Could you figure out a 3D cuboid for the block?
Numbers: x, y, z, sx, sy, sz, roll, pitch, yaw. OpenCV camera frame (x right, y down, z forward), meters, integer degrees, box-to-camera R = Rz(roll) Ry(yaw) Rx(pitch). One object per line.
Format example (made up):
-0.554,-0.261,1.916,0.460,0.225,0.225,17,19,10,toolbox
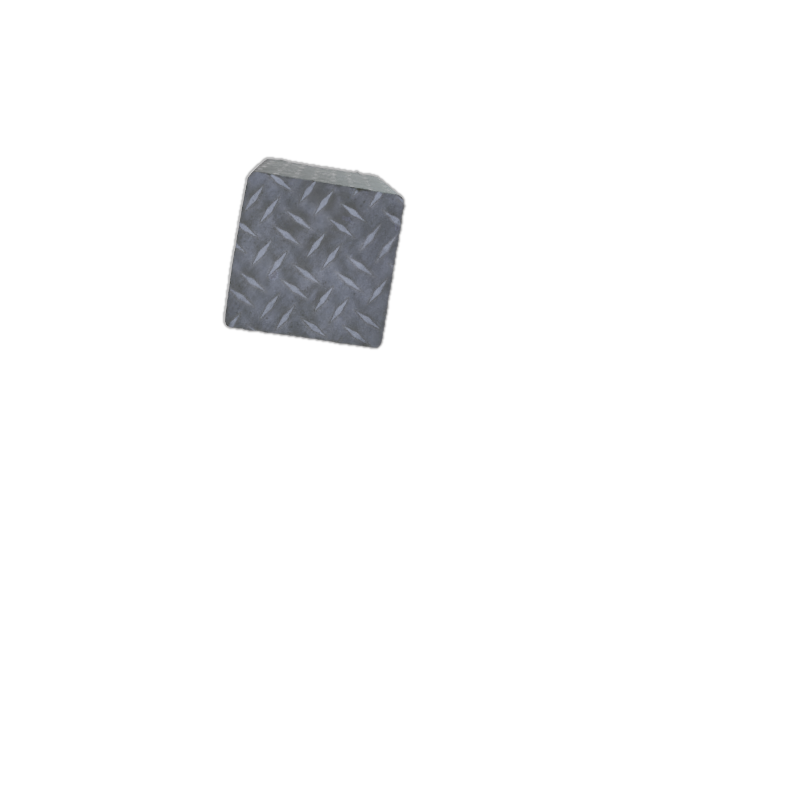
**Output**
-0.056,-0.102,0.713,0.090,0.088,0.211,9,12,-6,block
